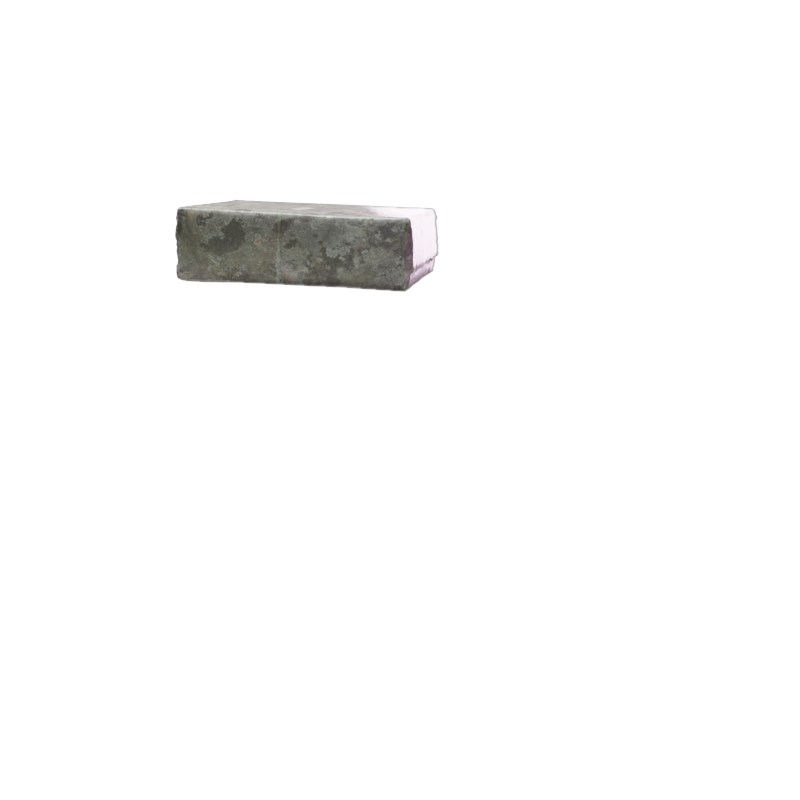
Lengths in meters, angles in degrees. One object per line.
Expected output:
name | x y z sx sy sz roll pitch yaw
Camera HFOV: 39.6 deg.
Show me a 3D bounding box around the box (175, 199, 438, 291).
box | -0.043 -0.078 0.545 0.115 0.038 0.090 2 10 11
